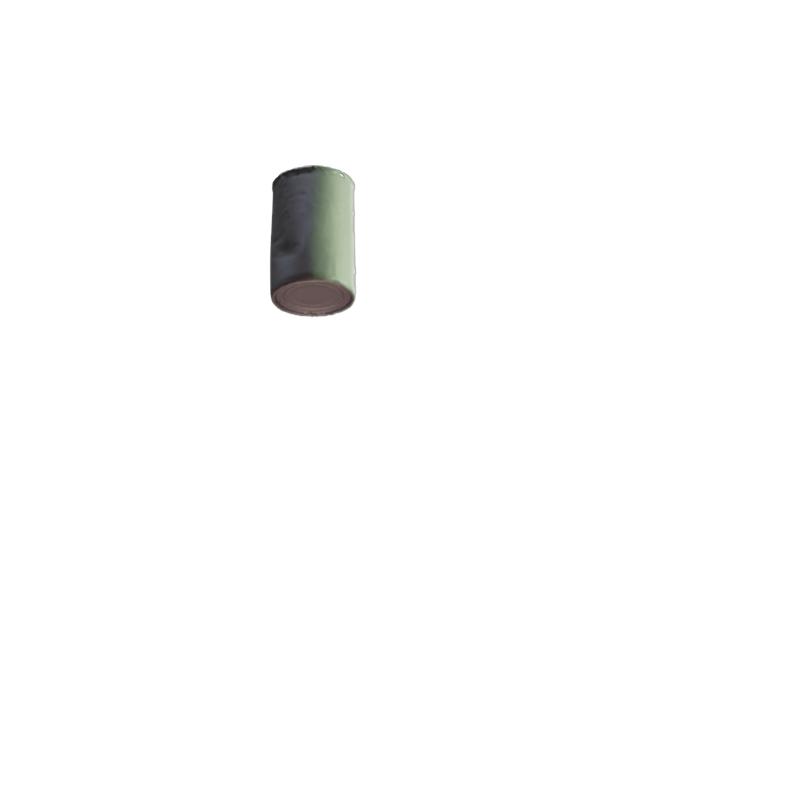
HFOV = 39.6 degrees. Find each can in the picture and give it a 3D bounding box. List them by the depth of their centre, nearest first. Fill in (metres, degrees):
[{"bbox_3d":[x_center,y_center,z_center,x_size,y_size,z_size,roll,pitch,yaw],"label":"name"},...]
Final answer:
[{"bbox_3d":[-0.069,-0.125,0.878,0.068,0.108,0.065,0,-25,-2],"label":"can"}]
